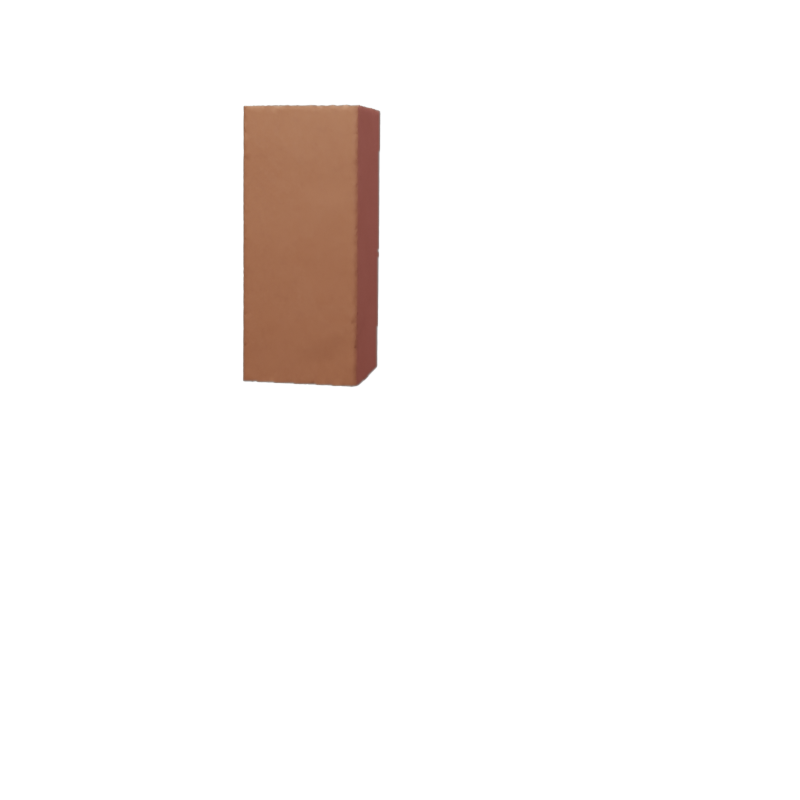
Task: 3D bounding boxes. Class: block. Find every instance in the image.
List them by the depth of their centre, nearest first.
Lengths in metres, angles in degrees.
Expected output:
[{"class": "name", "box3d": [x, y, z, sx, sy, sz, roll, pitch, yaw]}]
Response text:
[{"class": "block", "box3d": [-0.067, -0.122, 0.856, 0.092, 0.204, 0.090, 1, 5, 12]}]
